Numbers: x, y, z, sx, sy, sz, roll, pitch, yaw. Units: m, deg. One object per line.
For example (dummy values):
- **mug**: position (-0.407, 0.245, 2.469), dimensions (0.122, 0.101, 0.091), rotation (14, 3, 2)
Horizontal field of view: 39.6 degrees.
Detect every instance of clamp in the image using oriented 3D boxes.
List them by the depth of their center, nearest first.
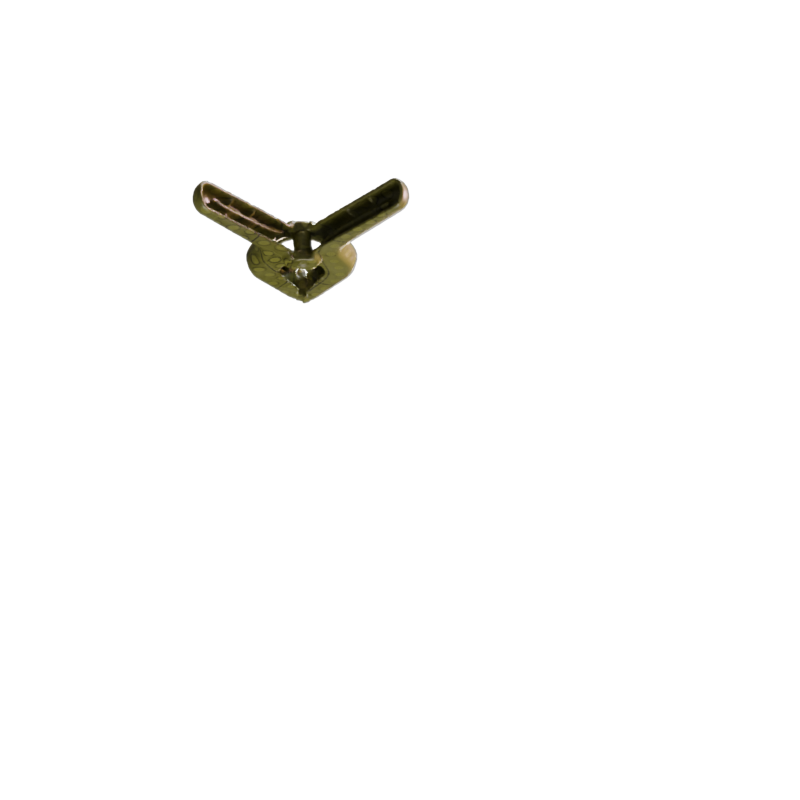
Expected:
- **clamp**: position (-0.072, -0.132, 0.924), dimensions (0.165, 0.038, 0.199), rotation (-1, -17, 4)
